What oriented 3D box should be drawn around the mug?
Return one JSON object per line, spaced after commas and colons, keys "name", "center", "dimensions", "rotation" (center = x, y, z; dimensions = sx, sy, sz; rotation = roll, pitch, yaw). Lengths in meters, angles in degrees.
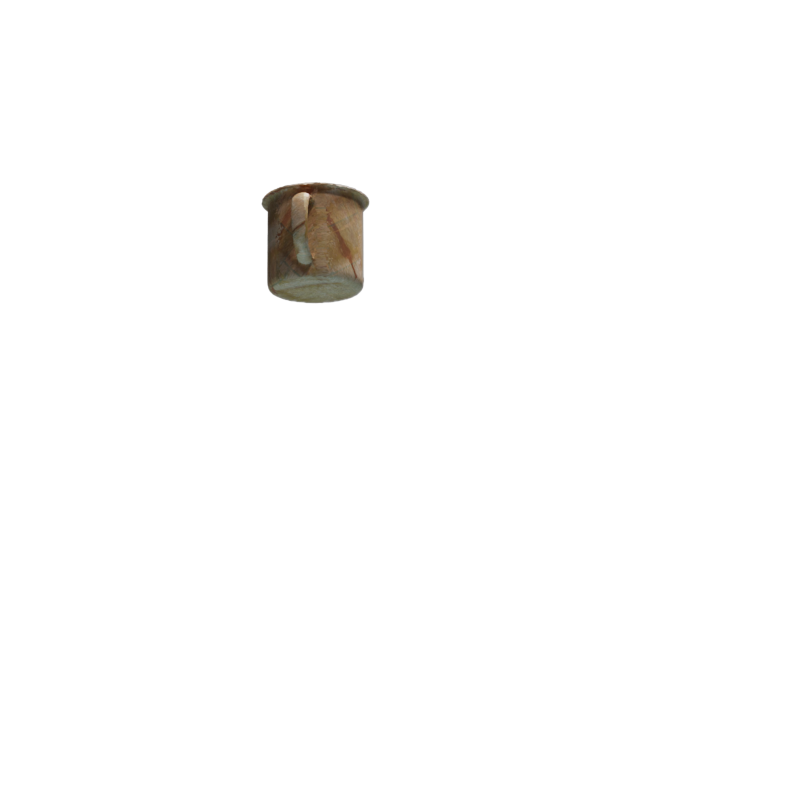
{"name": "mug", "center": [-0.073, -0.133, 0.932], "dimensions": [0.094, 0.085, 0.112], "rotation": [-2, -14, 6]}
